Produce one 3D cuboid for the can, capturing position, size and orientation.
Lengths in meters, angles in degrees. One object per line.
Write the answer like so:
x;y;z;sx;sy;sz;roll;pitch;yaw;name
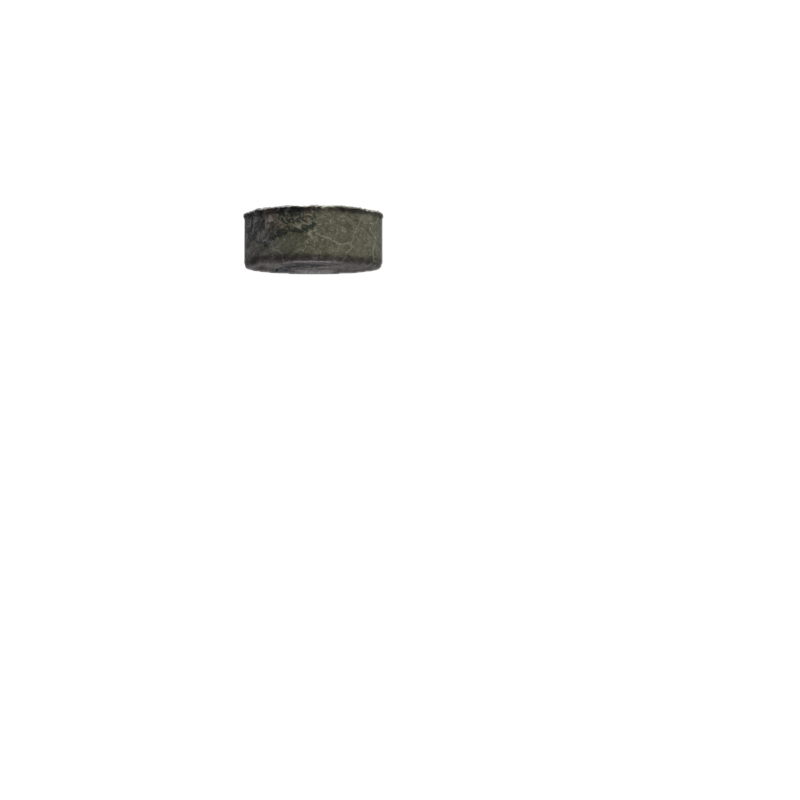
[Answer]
-0.053;-0.097;0.677;0.086;0.034;0.085;0;1;-2;can
